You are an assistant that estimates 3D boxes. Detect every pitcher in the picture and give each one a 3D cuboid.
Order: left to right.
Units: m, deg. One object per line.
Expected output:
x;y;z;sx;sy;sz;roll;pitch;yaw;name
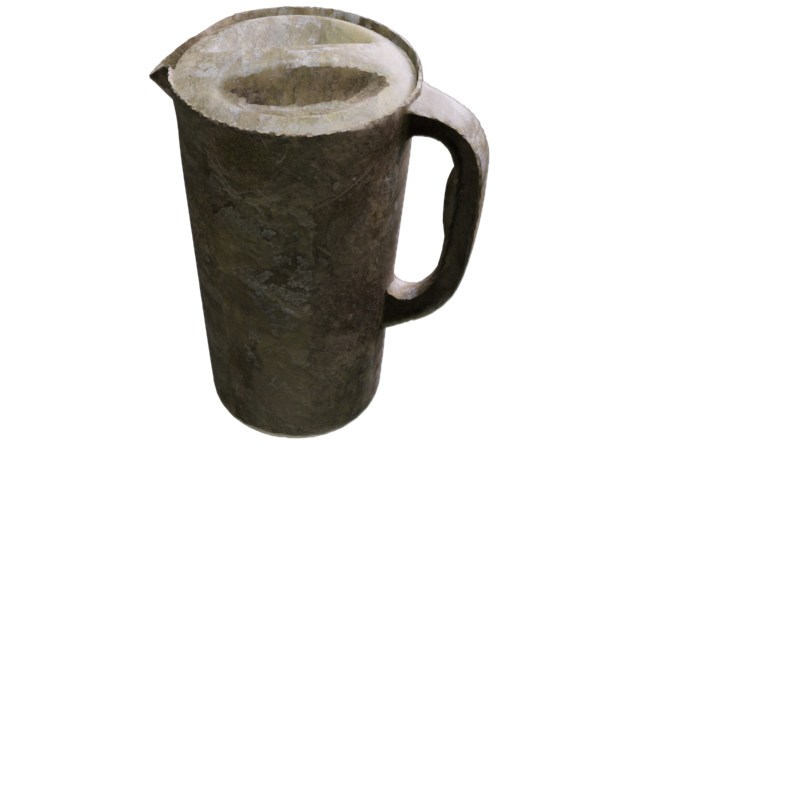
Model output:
-0.050;-0.092;0.643;0.143;0.226;0.161;-19;47;-22;pitcher
